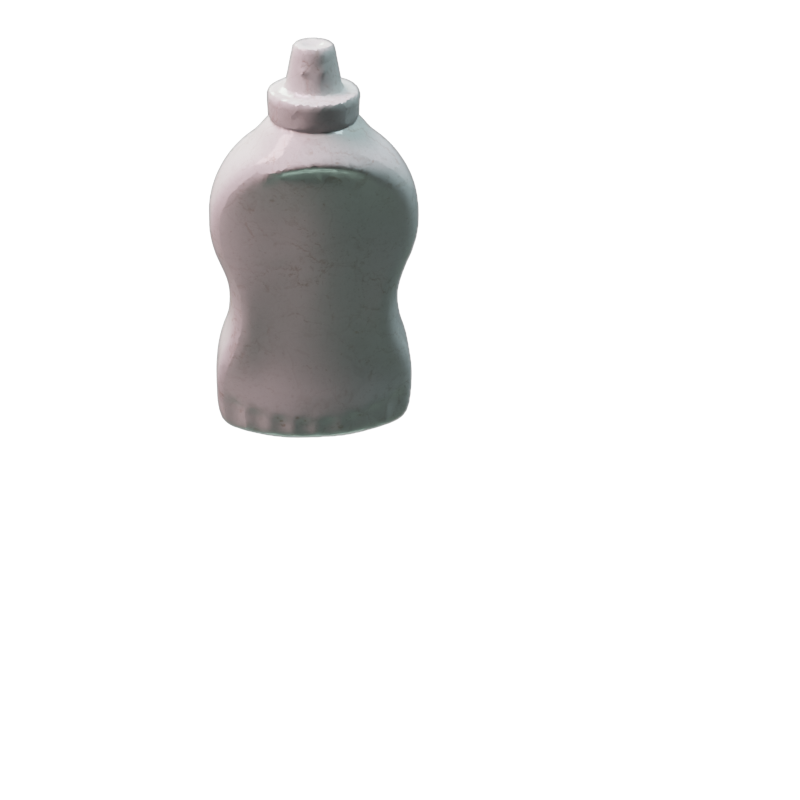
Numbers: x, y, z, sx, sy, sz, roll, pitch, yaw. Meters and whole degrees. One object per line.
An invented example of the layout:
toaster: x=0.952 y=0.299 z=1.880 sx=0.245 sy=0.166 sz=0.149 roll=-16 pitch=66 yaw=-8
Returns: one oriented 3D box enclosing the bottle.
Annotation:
bottle: x=-0.041 y=-0.074 z=0.518 sx=0.096 sy=0.180 sz=0.062 roll=0 pitch=31 yaw=-4
